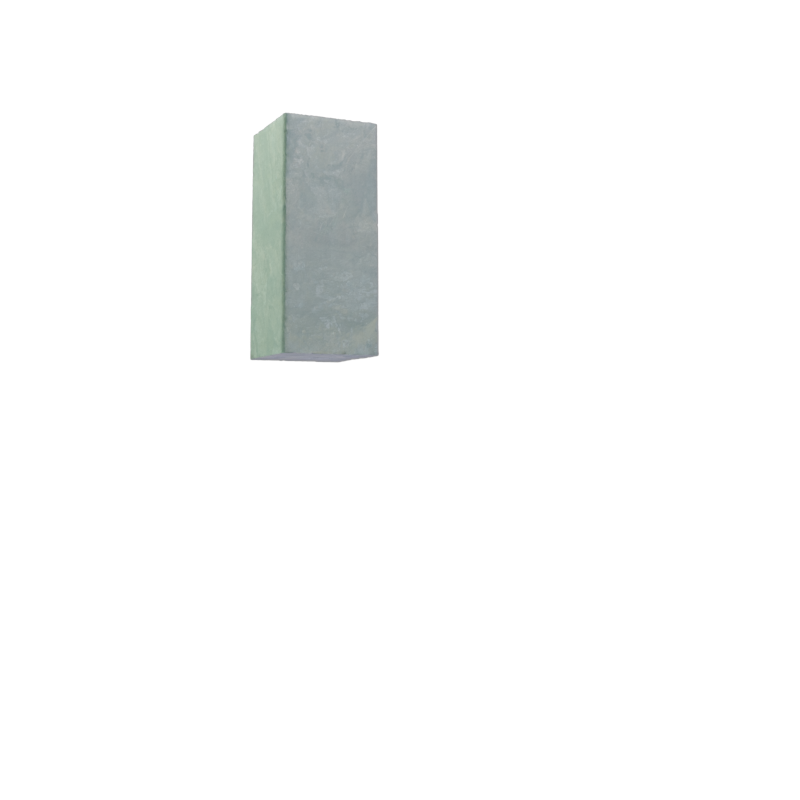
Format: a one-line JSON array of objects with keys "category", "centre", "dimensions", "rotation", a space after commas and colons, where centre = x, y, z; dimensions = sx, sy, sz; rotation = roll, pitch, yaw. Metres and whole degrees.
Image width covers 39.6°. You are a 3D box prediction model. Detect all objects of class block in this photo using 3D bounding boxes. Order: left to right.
[{"category": "block", "centre": [-0.077, -0.141, 0.986], "dimensions": [0.088, 0.211, 0.091], "rotation": [3, -10, -24]}]
